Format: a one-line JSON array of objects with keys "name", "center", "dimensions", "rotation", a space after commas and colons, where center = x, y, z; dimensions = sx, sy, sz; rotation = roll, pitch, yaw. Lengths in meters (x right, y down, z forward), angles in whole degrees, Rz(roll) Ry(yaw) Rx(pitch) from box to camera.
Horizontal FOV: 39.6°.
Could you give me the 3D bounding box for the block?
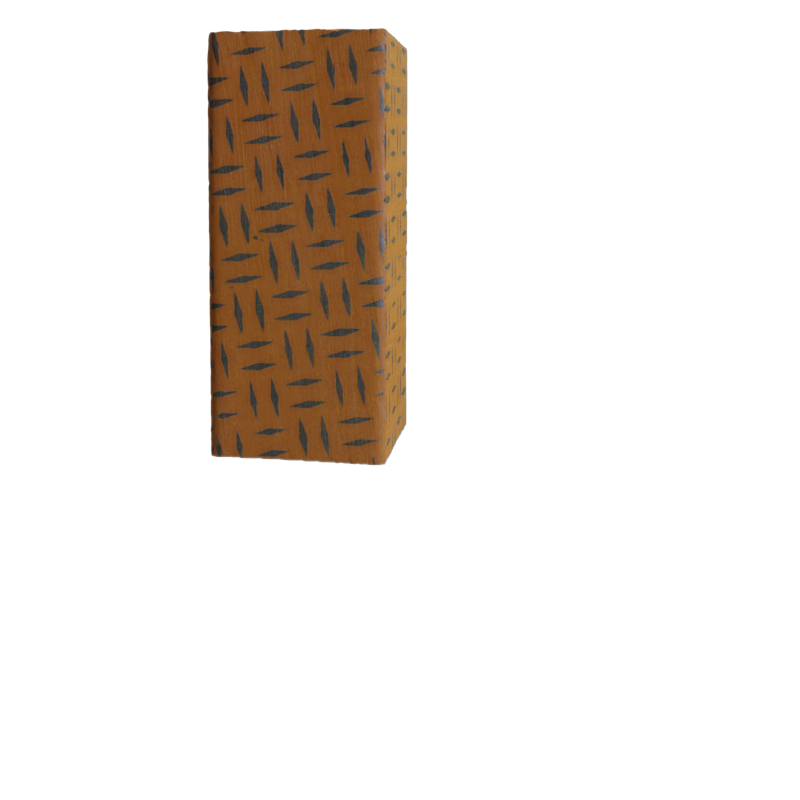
[{"name": "block", "center": [-0.045, -0.082, 0.571], "dimensions": [0.091, 0.204, 0.091], "rotation": [1, 5, 8]}]
